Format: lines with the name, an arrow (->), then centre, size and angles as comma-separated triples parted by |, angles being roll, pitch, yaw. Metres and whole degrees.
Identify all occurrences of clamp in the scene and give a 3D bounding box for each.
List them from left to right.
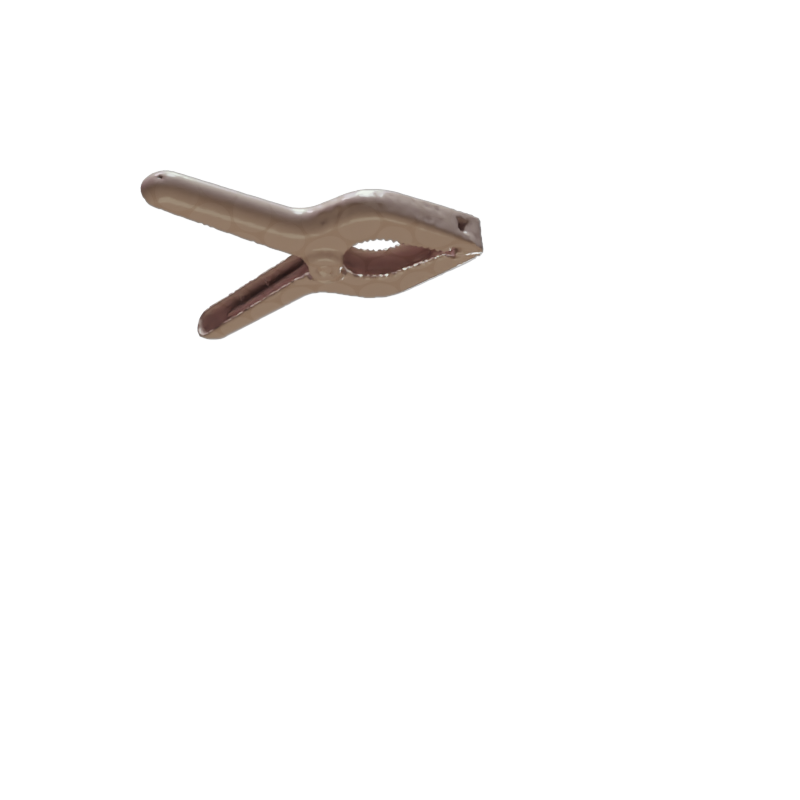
clamp -> -0.055, -0.101, 0.708 | 0.212, 0.039, 0.152 | -7, -33, 11
